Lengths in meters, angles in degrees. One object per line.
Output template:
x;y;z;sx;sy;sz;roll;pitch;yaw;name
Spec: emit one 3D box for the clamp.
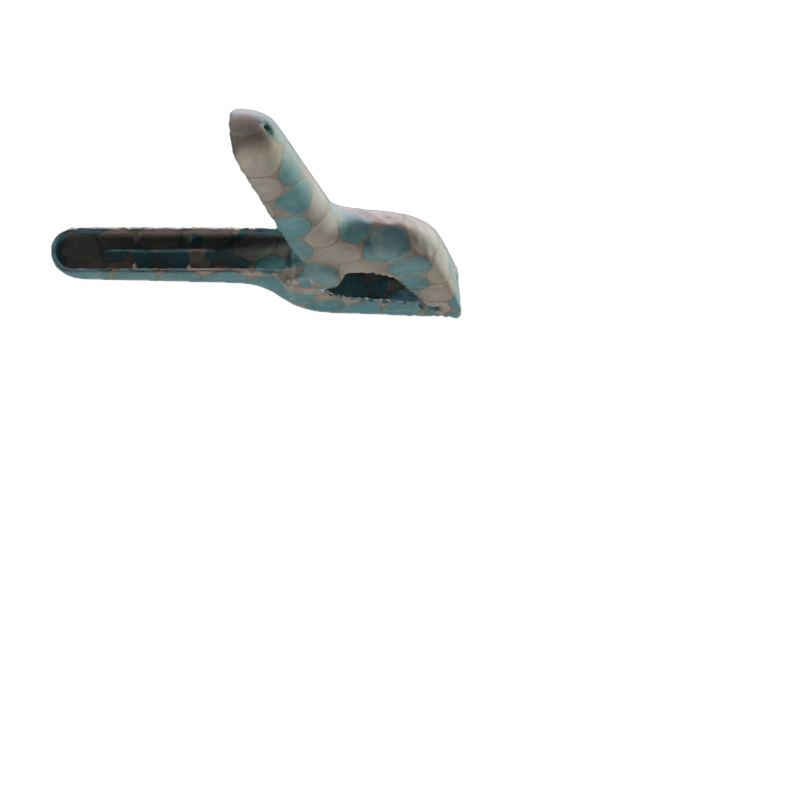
-0.042;-0.077;0.537;0.200;0.038;0.165;10;-19;-32;clamp
